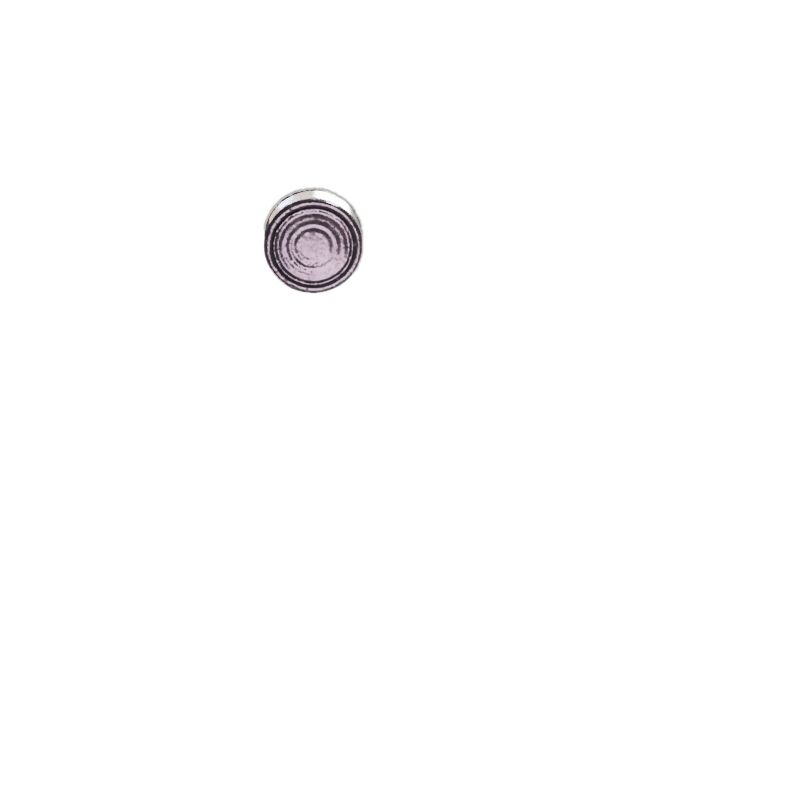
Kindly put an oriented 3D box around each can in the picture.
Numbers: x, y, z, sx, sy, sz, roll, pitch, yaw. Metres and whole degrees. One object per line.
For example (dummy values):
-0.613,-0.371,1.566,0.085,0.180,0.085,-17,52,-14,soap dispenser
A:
-0.075,-0.136,0.954,0.086,0.082,0.035,0,20,-1,can
